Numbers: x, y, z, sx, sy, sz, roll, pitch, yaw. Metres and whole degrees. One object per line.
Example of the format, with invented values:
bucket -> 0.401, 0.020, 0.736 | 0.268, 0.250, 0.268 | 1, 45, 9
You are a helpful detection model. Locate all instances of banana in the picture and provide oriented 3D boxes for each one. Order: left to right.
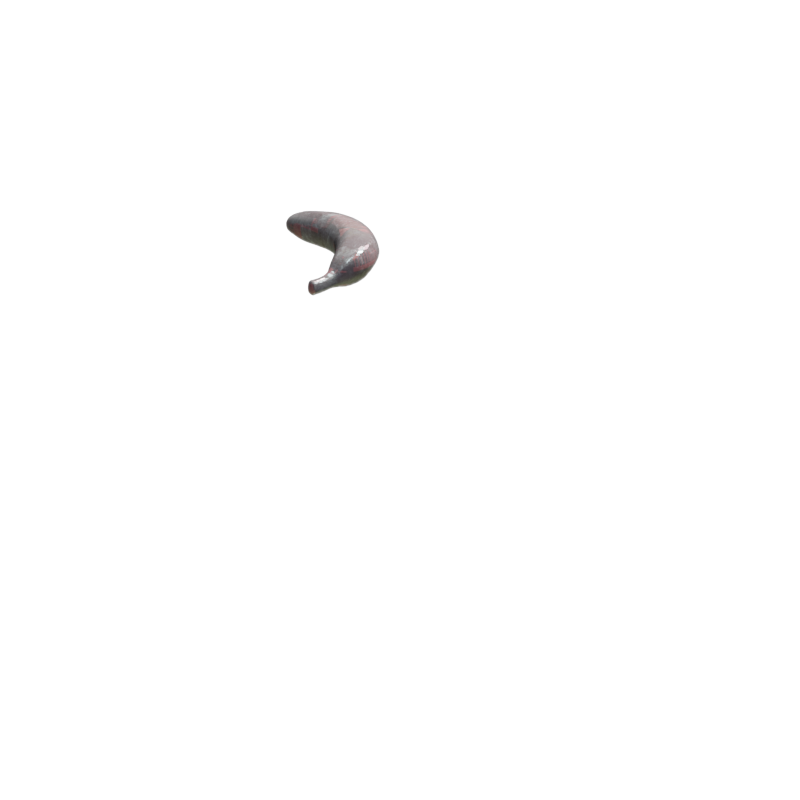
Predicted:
banana -> -0.058, -0.139, 0.978 | 0.069, 0.035, 0.208 | -3, 22, -9
